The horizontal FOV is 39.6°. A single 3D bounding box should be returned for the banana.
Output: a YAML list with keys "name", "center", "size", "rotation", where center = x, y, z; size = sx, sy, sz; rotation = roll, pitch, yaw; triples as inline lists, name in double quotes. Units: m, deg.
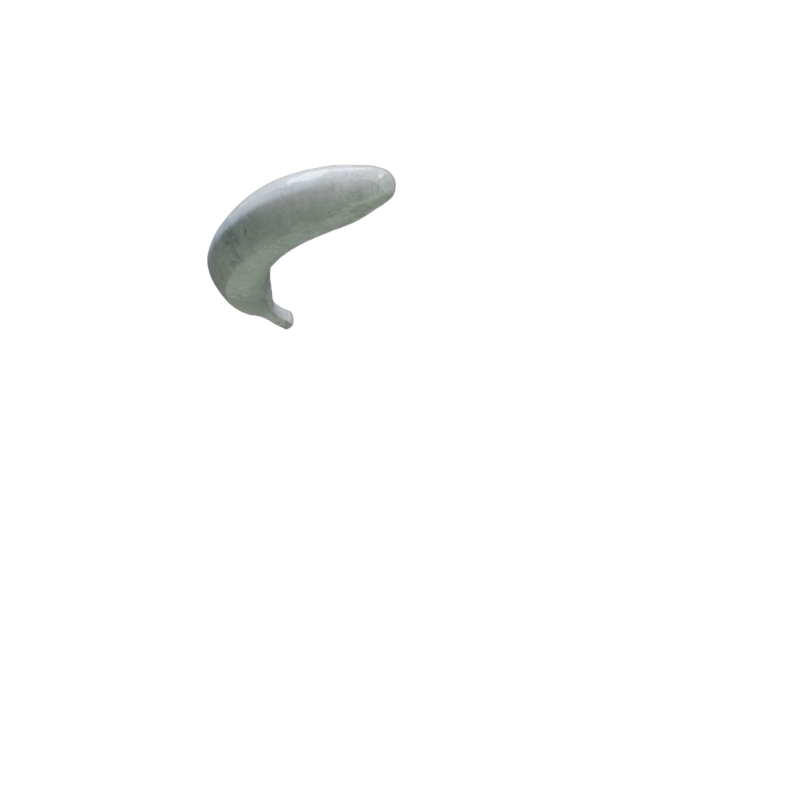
- name: "banana"
  center: [-0.067, -0.089, 0.617]
  size: [0.068, 0.038, 0.194]
  rotation: [6, -18, -20]
